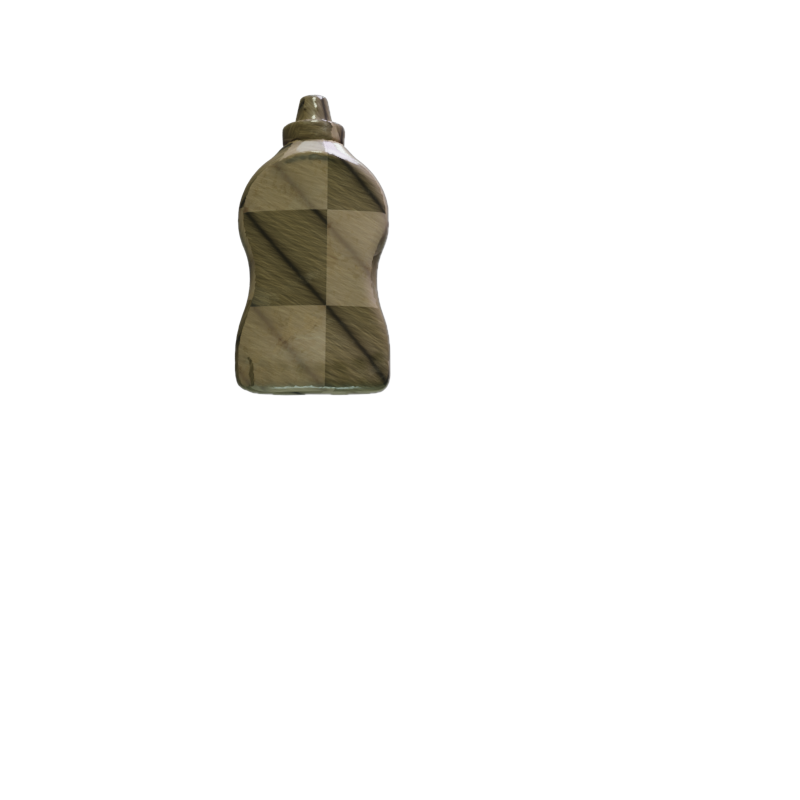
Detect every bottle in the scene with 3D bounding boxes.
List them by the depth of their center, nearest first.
[{"bbox_3d":[-0.055,-0.101,0.706,0.097,0.197,0.056,-1,-10,5],"label":"bottle"}]
